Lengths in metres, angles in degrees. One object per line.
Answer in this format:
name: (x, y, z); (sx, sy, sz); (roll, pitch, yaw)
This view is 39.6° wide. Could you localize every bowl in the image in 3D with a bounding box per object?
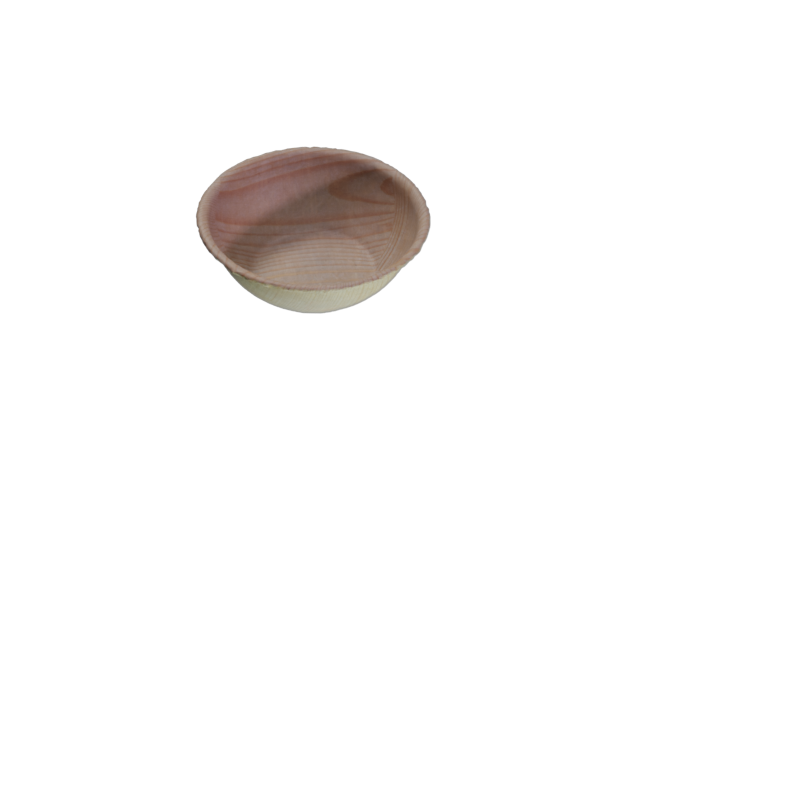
bowl: (-0.061, -0.112, 0.782); (0.162, 0.051, 0.174); (-1, 44, -1)
